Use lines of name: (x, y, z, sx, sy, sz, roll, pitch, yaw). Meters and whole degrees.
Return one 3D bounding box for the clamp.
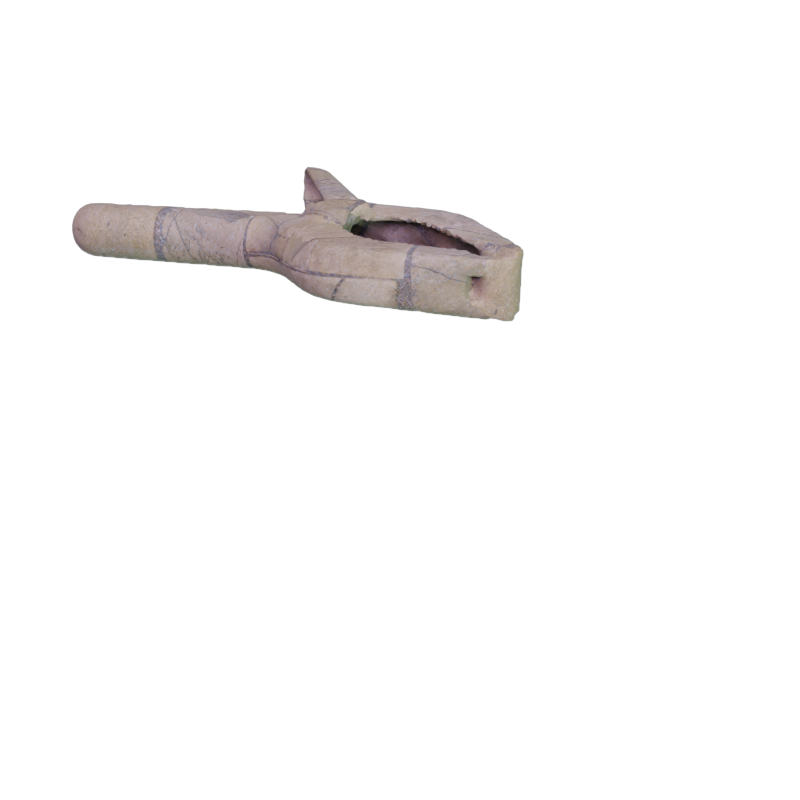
clamp: (-0.040, -0.073, 0.509, 0.161, 0.035, 0.223, -17, 28, -36)
